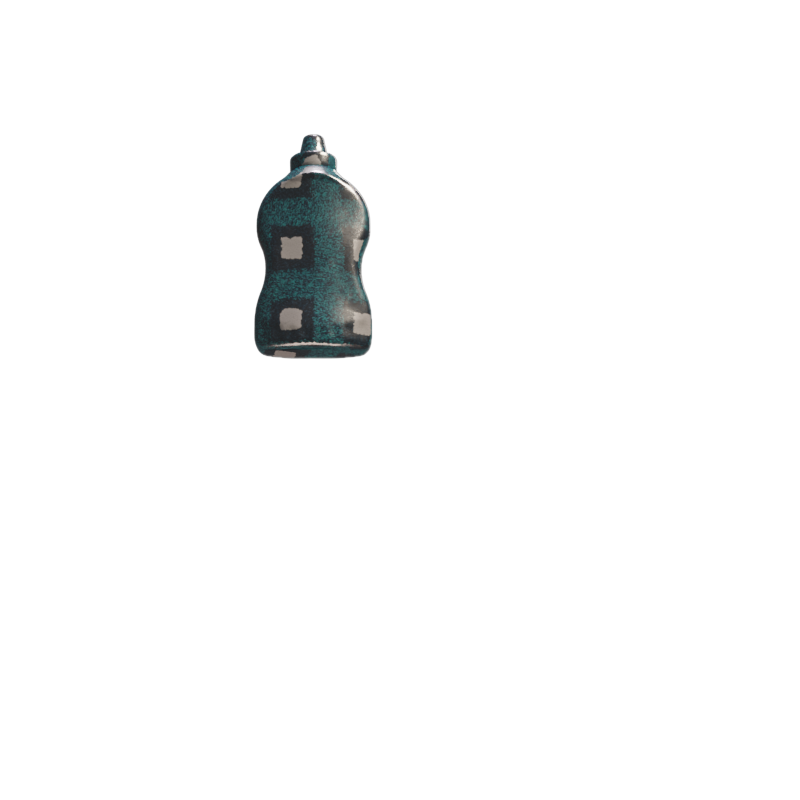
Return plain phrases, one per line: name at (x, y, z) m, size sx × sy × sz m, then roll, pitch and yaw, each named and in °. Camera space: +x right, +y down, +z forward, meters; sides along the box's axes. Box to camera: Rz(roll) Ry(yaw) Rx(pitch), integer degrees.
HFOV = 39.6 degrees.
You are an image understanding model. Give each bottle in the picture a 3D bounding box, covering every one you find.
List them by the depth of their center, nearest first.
bottle at (-0.073, -0.133, 0.933) m, size 0.096 × 0.200 × 0.056 m, roll -1°, pitch -17°, yaw 1°
